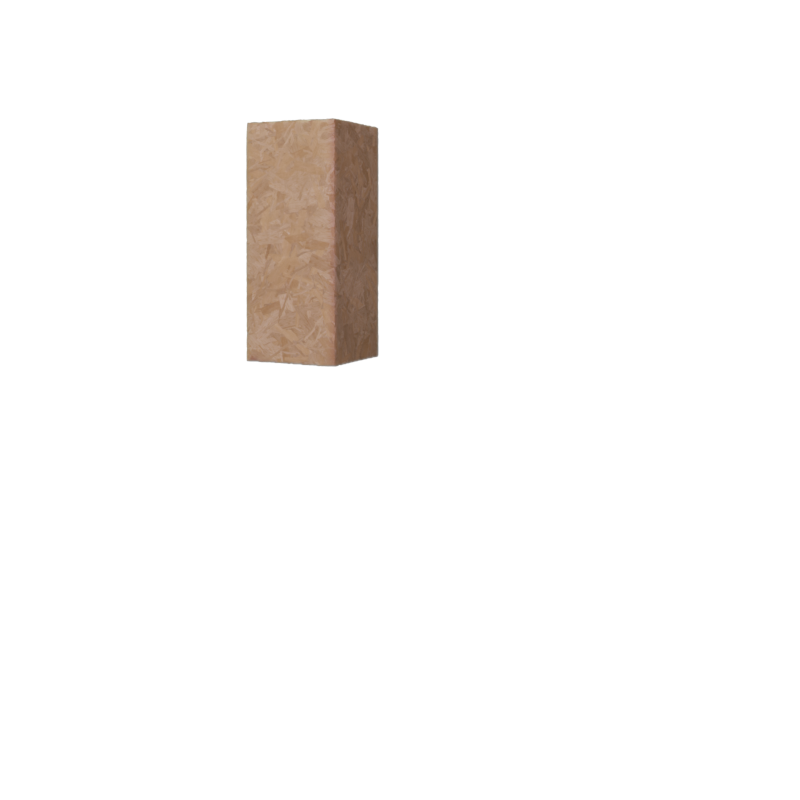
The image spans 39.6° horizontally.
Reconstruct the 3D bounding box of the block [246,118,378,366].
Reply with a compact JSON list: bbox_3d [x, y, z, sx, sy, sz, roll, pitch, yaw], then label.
[{"bbox_3d":[-0.077,-0.139,0.976,0.093,0.206,0.088,1,2,26],"label":"block"}]
